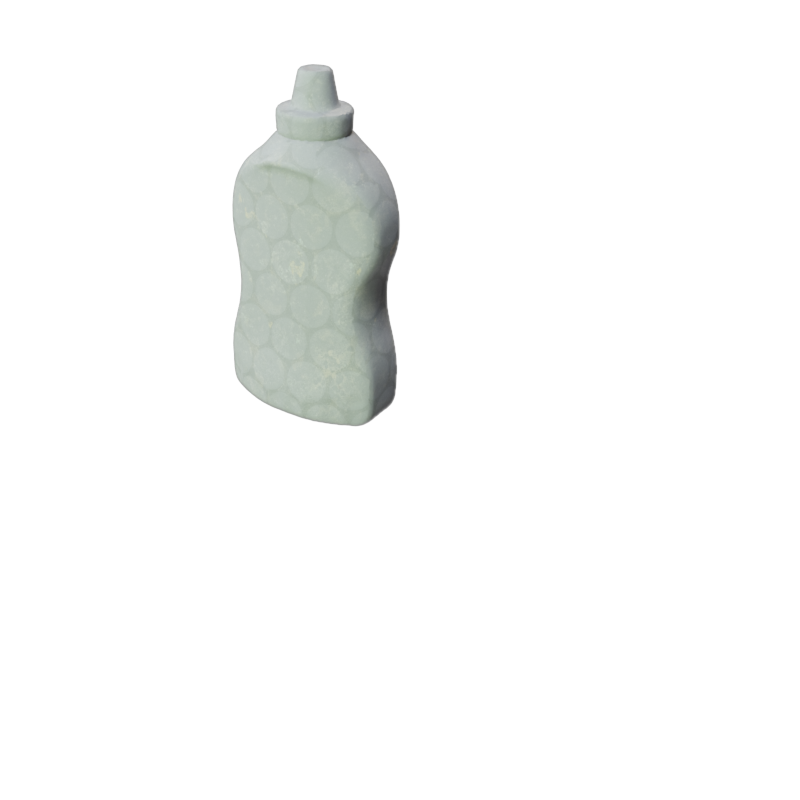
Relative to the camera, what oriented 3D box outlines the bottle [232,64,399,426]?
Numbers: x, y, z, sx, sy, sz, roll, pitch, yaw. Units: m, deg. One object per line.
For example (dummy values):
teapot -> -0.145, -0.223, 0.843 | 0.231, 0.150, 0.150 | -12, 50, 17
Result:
bottle -> -0.047, -0.086, 0.603 | 0.101, 0.182, 0.058 | 18, 29, 32
